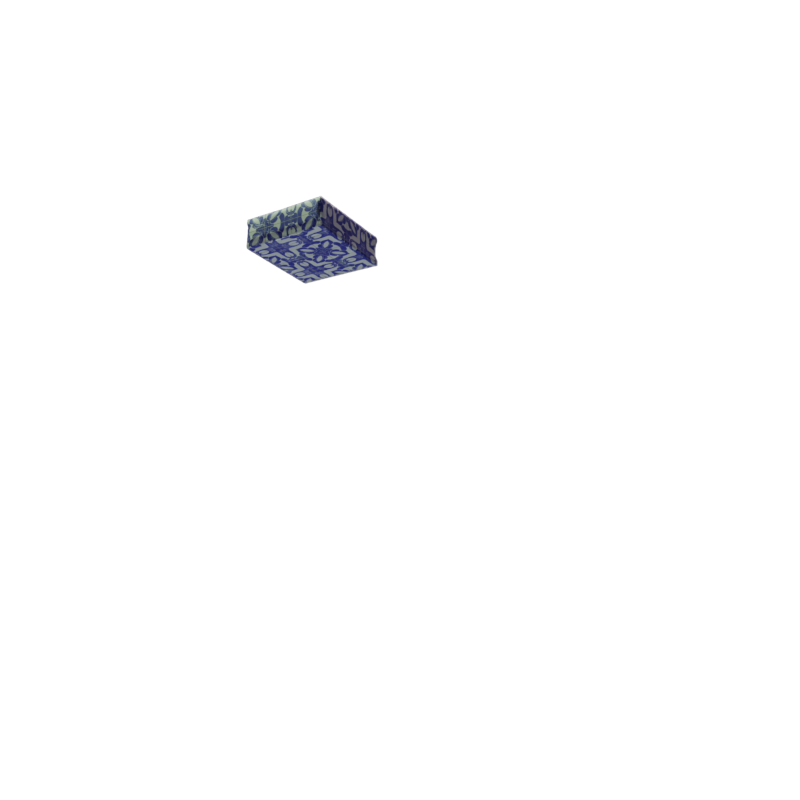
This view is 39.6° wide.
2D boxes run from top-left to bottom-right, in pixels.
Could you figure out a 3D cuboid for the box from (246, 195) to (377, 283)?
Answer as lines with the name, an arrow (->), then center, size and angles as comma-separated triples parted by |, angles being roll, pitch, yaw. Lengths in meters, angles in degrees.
box -> -0.071, -0.130, 0.909 | 0.074, 0.032, 0.083 | -12, -23, 30
